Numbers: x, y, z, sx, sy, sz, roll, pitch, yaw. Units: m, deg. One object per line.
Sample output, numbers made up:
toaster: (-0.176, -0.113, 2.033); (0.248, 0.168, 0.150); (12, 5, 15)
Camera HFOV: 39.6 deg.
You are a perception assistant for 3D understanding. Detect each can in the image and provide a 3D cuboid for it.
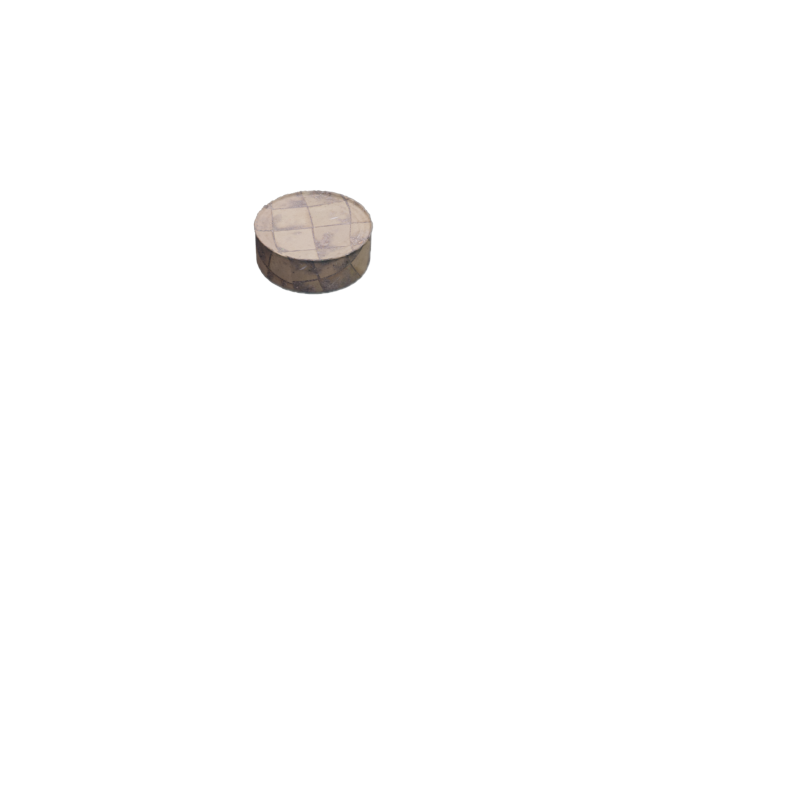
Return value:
can: (-0.063, -0.115, 0.807); (0.086, 0.031, 0.092); (-1, 41, -2)
